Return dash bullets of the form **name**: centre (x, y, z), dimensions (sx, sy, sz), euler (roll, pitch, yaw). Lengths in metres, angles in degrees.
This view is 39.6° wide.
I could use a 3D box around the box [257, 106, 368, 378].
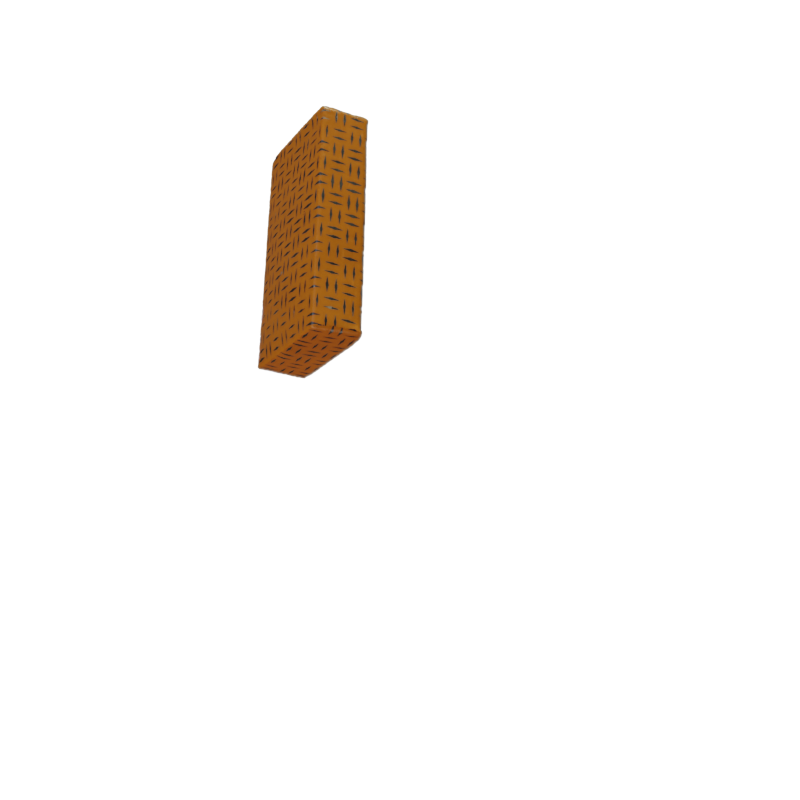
- **box**: centre (-0.063, -0.115, 0.806), dimensions (0.046, 0.186, 0.092), euler (12, -28, -27)
